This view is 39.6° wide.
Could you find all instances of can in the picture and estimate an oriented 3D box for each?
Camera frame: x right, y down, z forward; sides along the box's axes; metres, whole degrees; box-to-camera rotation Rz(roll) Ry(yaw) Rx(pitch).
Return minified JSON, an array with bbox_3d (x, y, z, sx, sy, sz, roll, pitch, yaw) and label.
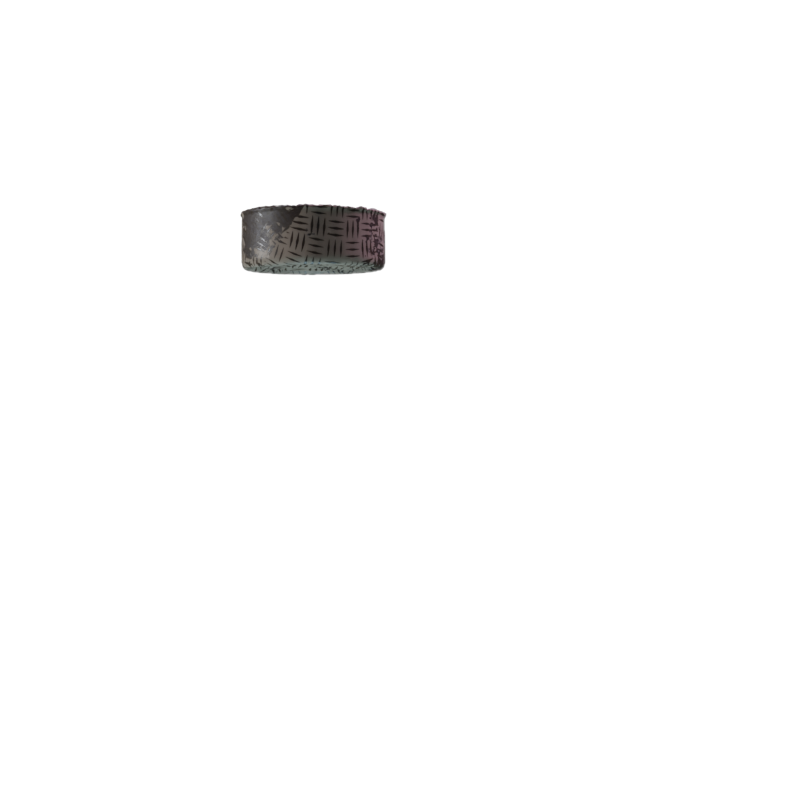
[{"bbox_3d":[-0.051,-0.093,0.652,0.086,0.034,0.086,0,1,-2],"label":"can"}]
